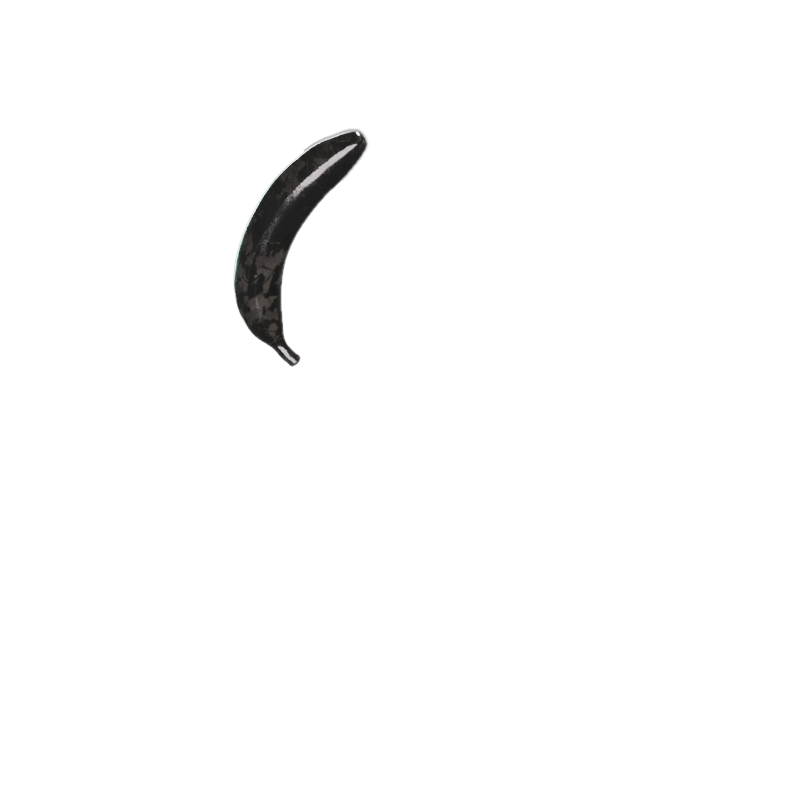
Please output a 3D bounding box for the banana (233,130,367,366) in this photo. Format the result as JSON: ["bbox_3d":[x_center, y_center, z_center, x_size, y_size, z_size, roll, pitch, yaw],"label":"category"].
[{"bbox_3d":[-0.084,-0.120,0.834,0.068,0.189,0.039,15,27,-9],"label":"banana"}]
